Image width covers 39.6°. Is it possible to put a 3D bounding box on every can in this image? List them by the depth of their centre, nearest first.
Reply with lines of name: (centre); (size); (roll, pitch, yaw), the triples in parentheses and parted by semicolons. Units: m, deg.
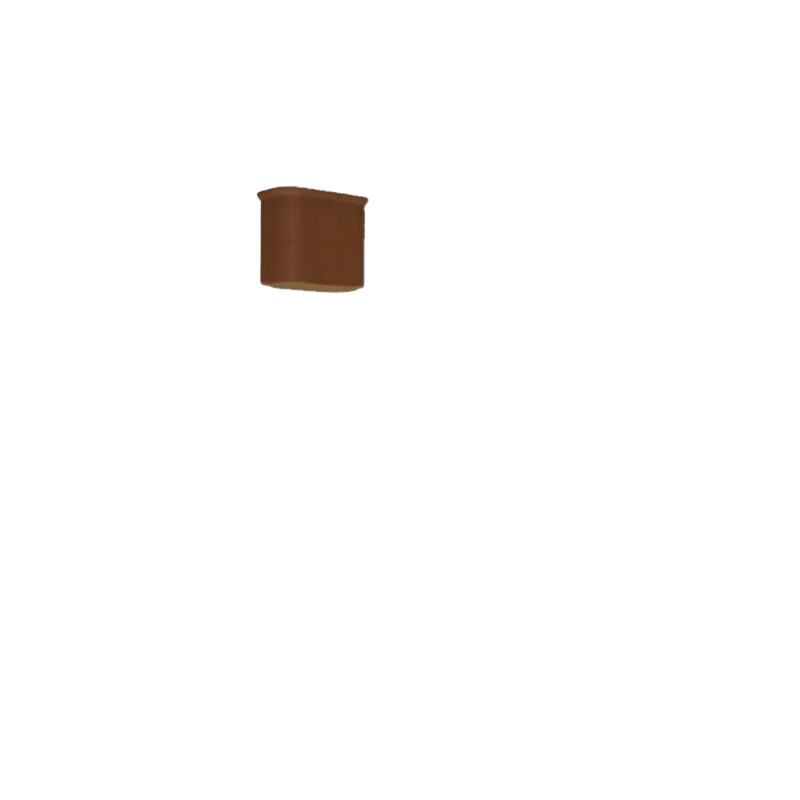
can: (-0.077, -0.141, 0.988); (0.098, 0.085, 0.059); (3, -6, -40)
